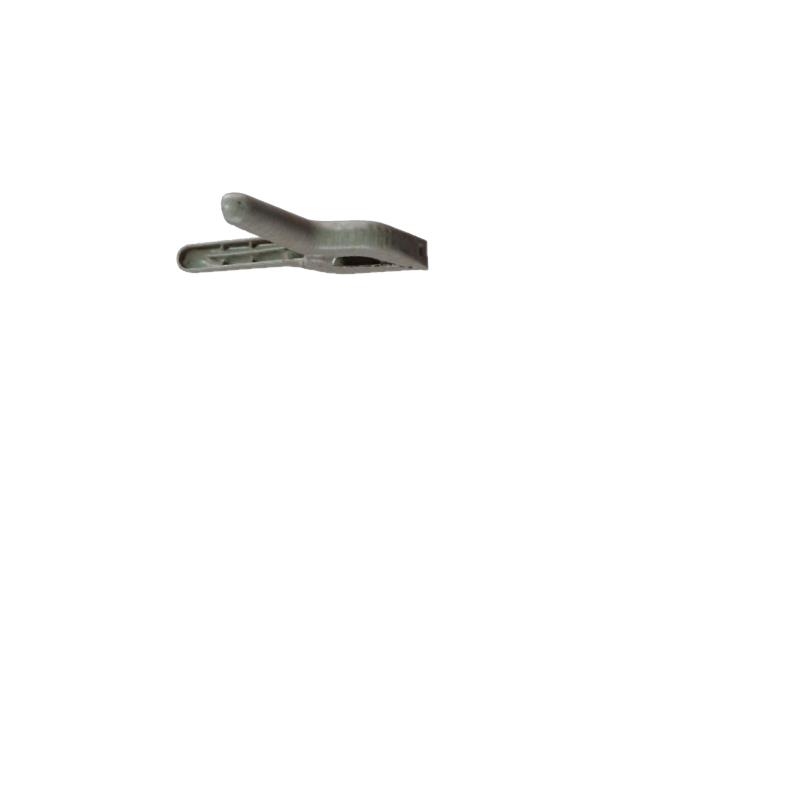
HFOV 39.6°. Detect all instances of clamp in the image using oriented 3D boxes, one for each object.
[{"bbox_3d":[-0.071,-0.130,0.911,0.206,0.037,0.163,2,-9,-14],"label":"clamp"}]
